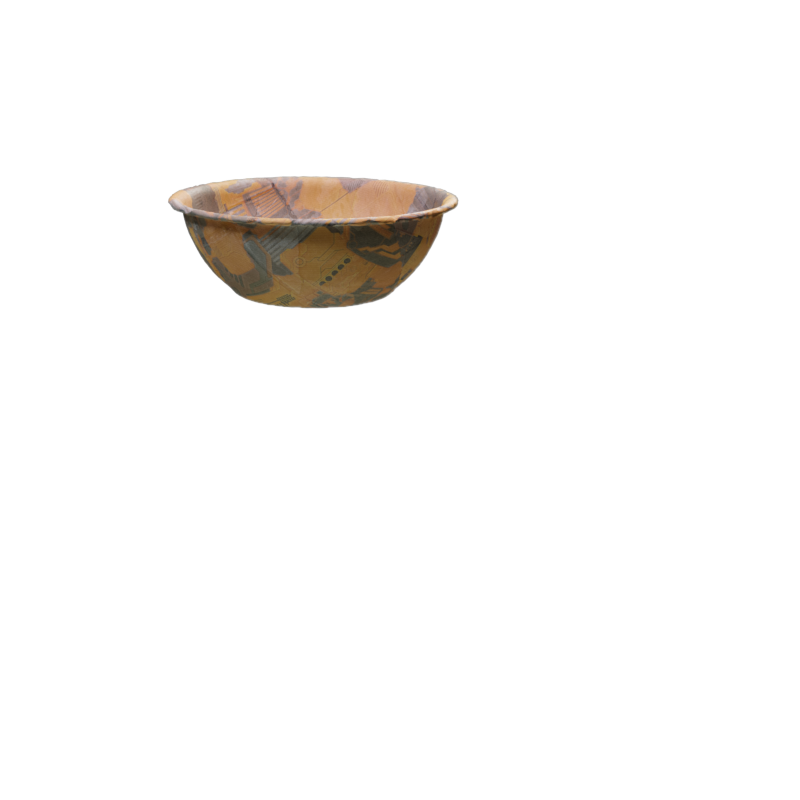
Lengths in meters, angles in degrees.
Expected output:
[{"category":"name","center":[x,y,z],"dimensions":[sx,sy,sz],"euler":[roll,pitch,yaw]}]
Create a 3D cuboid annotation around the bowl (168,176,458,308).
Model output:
[{"category":"bowl","center":[-0.049,-0.089,0.626],"dimensions":[0.162,0.053,0.168],"euler":[-1,19,-2]}]
